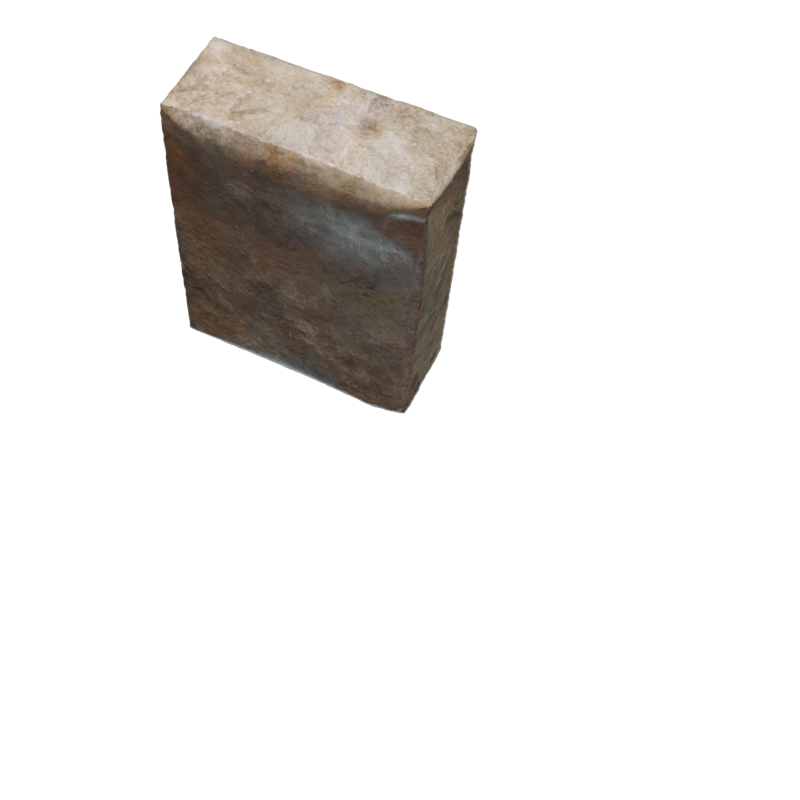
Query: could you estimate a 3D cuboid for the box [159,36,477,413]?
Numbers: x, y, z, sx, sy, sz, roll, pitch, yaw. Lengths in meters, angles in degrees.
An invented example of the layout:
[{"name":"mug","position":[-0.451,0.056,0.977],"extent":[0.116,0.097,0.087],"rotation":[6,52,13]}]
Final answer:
[{"name":"box","position":[-0.052,-0.096,0.670],"extent":[0.169,0.074,0.200],"rotation":[24,-32,13]}]
